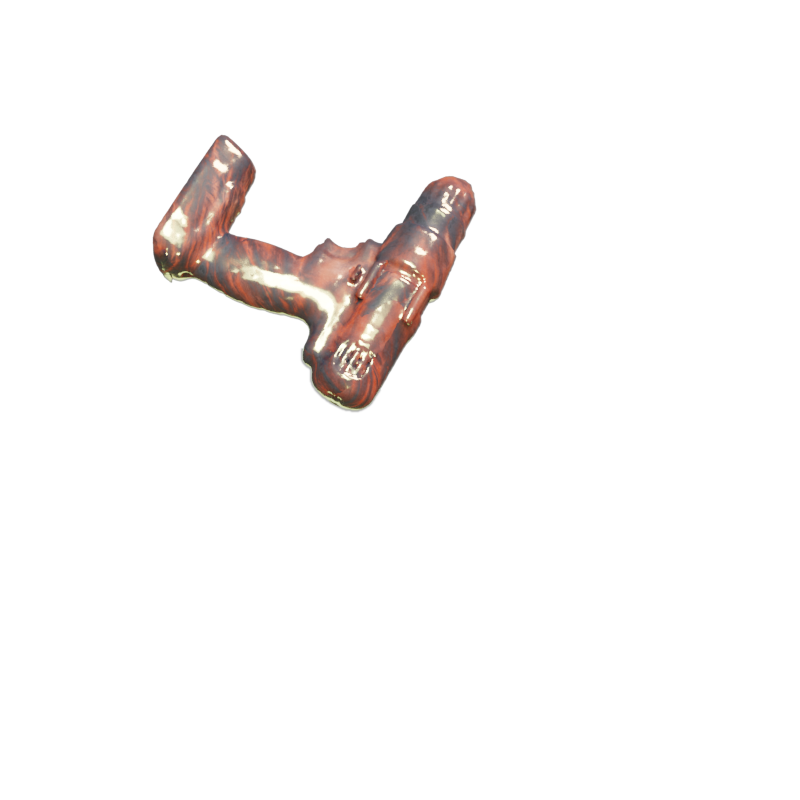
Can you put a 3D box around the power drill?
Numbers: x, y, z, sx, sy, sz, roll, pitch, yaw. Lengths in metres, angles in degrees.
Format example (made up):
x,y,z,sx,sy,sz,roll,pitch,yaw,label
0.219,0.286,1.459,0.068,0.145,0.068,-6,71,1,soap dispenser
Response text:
x,y,z,sx,sy,sz,roll,pitch,yaw,label
-0.060,-0.109,0.762,0.193,0.190,0.054,26,-23,11,power drill
